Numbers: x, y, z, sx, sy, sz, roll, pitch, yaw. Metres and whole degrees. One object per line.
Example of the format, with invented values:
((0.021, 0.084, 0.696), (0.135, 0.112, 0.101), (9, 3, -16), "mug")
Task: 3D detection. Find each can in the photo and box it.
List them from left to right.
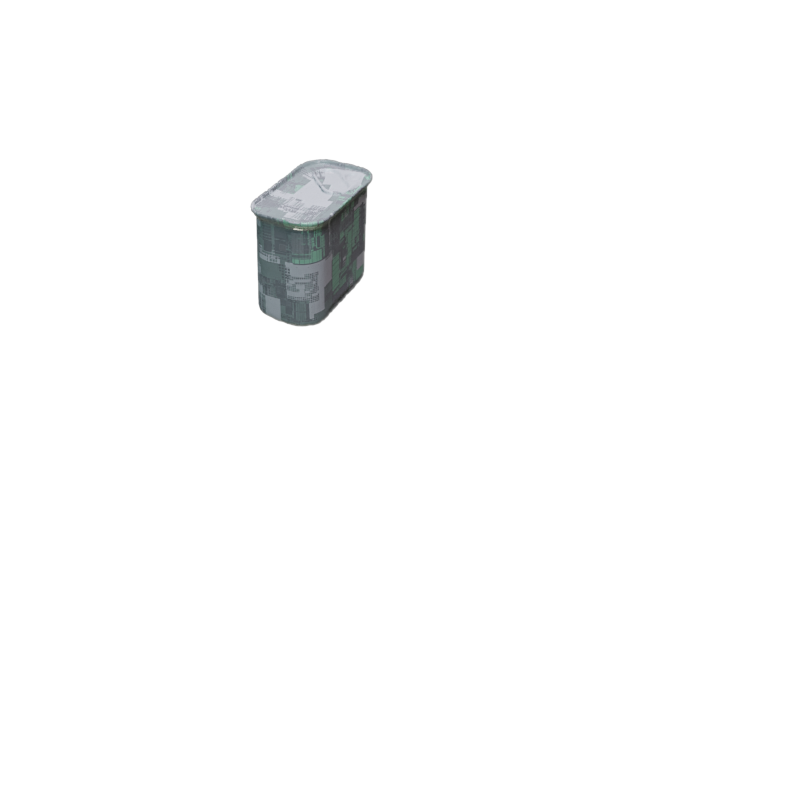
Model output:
((-0.062, -0.113, 0.791), (0.060, 0.079, 0.104), (15, 35, 20), "can")
